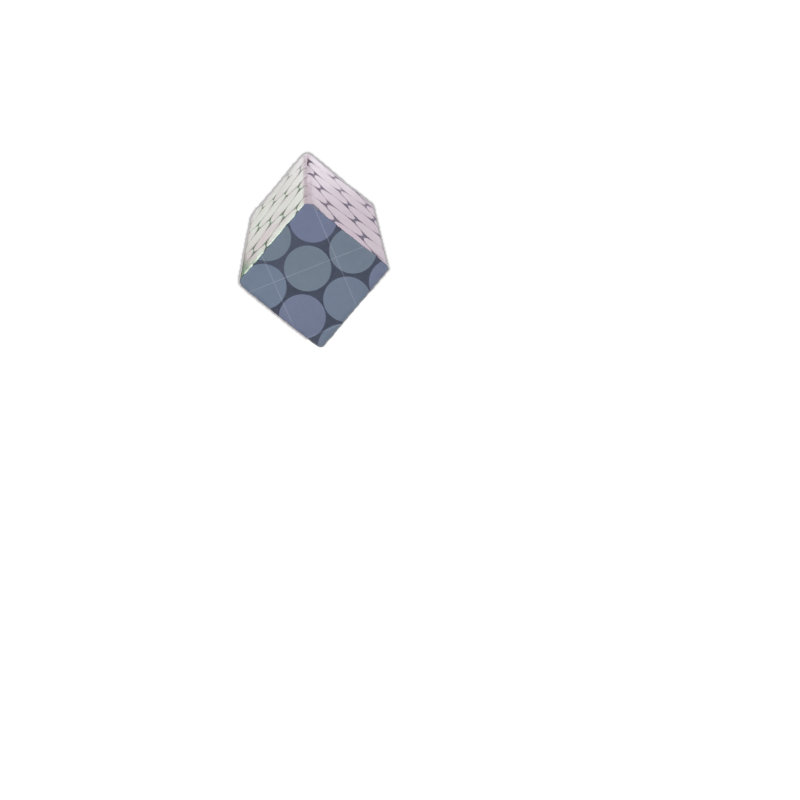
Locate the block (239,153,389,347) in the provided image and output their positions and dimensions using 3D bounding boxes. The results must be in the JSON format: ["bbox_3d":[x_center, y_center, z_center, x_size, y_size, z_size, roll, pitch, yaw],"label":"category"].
[{"bbox_3d":[-0.077,-0.140,0.981,0.087,0.089,0.216,37,15,-17],"label":"block"}]
